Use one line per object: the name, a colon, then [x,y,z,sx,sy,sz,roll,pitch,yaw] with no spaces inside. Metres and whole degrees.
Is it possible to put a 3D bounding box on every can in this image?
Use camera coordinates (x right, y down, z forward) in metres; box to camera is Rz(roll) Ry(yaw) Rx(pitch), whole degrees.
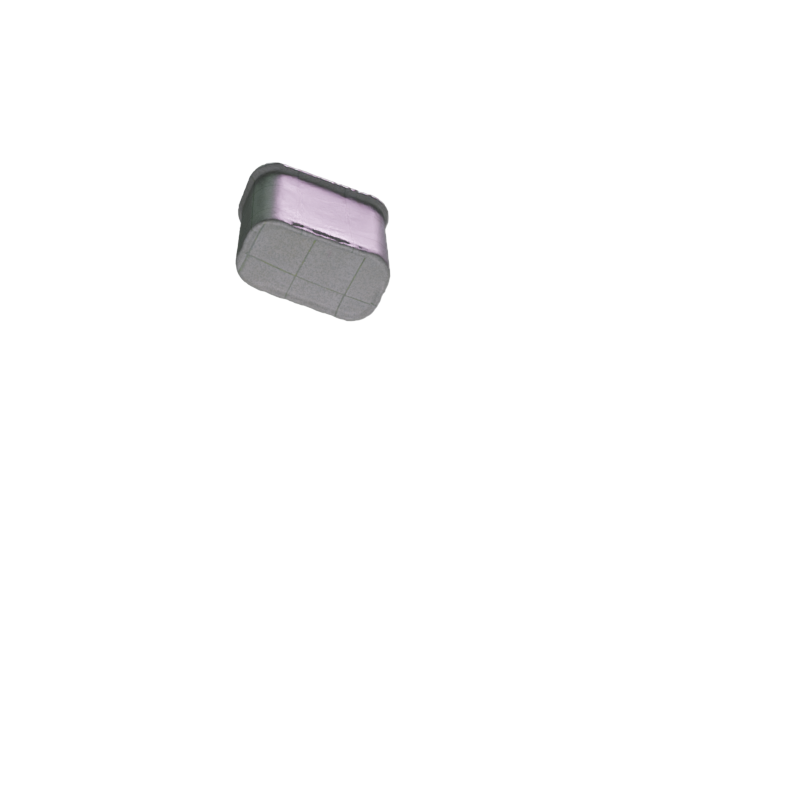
can: [-0.057,-0.104,0.732,0.100,0.055,0.089,18,30,-12]
